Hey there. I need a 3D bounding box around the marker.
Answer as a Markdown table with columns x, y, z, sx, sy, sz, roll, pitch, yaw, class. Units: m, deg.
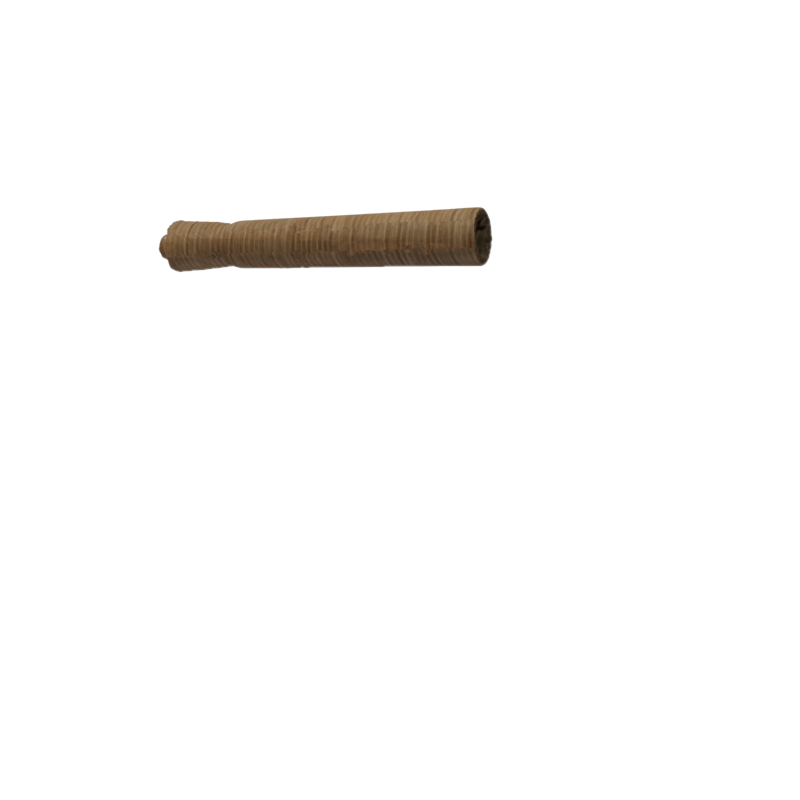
| x | y | z | sx | sy | sz | roll | pitch | yaw | class |
| --- | --- | --- | --- | --- | --- | --- | --- | --- | --- |
| -0.030 | -0.054 | 0.377 | 0.125 | 0.020 | 0.019 | 2 | 5 | 26 | marker |
